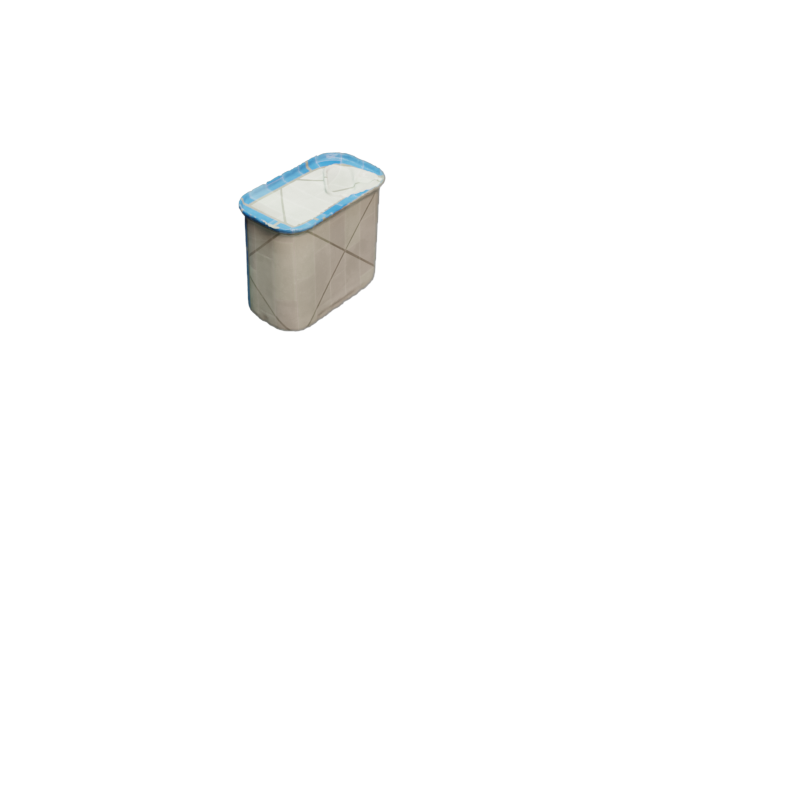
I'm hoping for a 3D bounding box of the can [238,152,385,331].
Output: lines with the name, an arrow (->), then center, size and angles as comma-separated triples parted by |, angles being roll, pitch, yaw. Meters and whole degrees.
can -> -0.058, -0.106, 0.742 | 0.061, 0.078, 0.103 | 27, 45, 29
